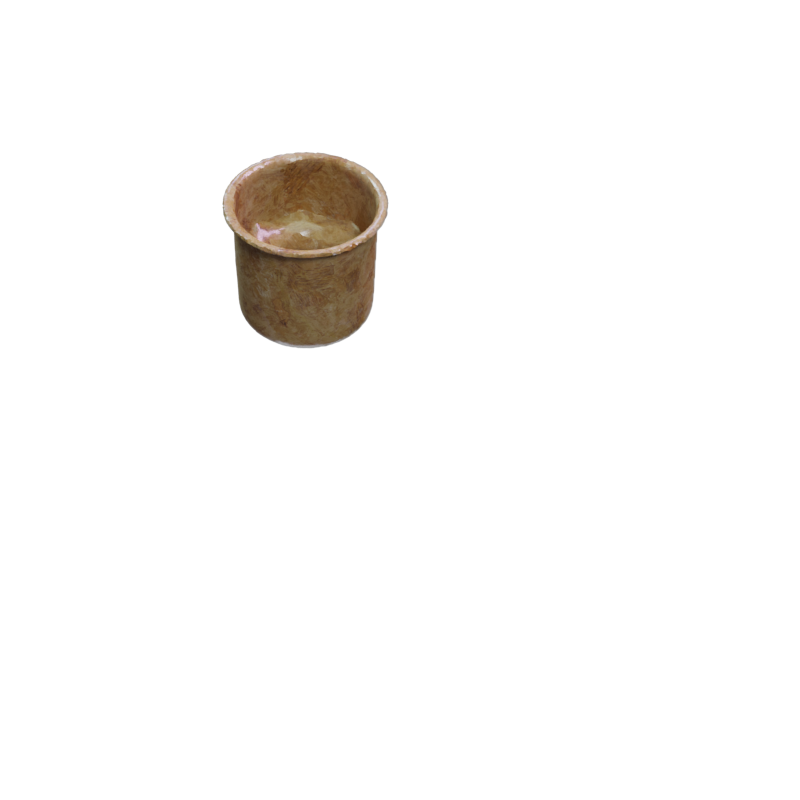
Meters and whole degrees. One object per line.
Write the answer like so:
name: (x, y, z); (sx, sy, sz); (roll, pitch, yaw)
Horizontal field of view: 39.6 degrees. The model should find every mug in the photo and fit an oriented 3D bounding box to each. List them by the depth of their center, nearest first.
mug: (-0.051, -0.093, 0.655); (0.096, 0.076, 0.122); (14, 47, 12)
